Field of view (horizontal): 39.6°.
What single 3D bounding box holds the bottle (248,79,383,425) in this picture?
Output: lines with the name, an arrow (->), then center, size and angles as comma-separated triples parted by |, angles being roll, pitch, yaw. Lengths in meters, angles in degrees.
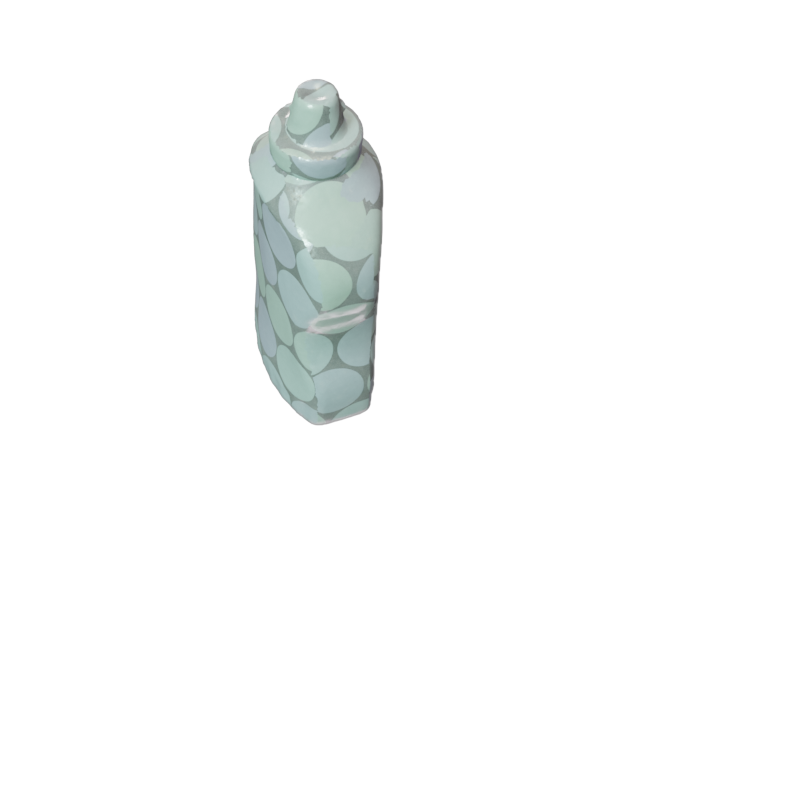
bottle -> -0.041, -0.076, 0.533 | 0.058, 0.104, 0.179 | -14, -34, -13
